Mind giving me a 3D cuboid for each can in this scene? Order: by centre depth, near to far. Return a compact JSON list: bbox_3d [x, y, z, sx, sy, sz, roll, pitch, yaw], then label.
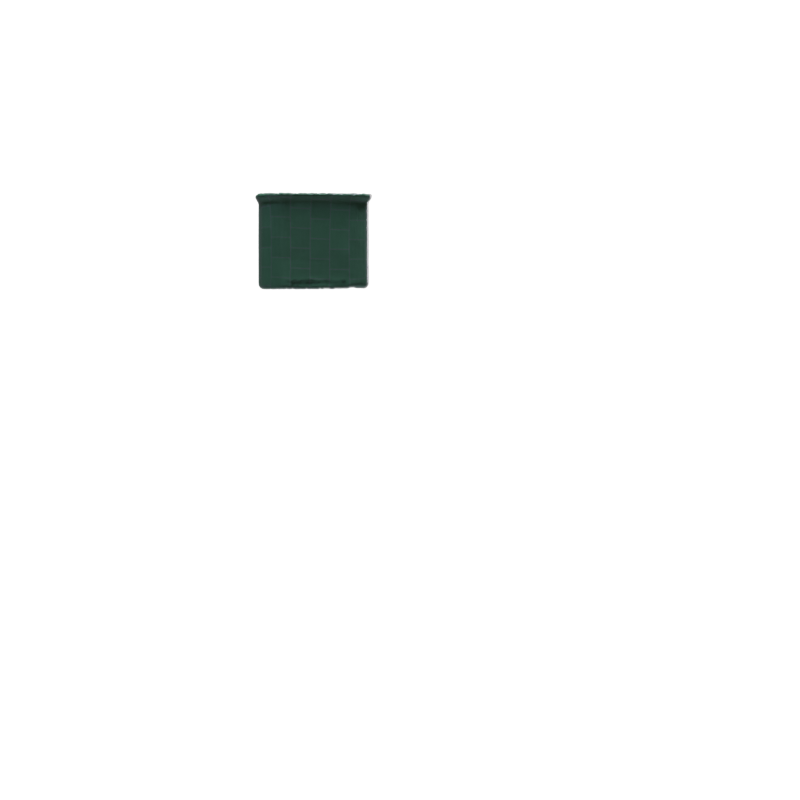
[{"bbox_3d":[-0.077,-0.141,0.987,0.101,0.084,0.058,-1,1,-10],"label":"can"}]
